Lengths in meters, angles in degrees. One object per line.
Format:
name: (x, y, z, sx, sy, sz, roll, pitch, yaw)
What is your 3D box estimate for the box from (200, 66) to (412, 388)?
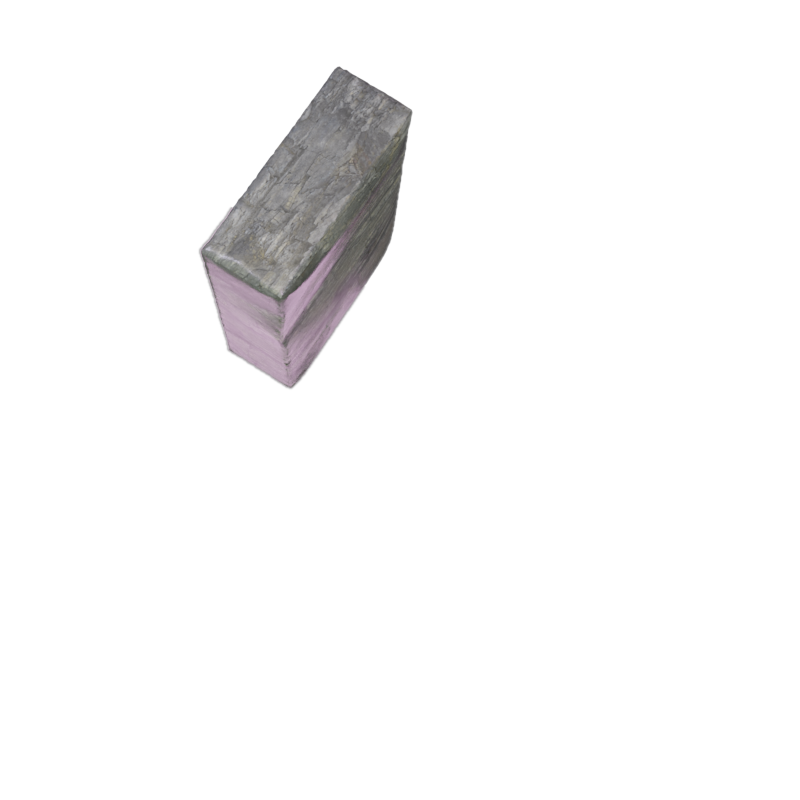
box: (-0.064, -0.116, 0.813, 0.073, 0.168, 0.205, 31, -16, 5)
